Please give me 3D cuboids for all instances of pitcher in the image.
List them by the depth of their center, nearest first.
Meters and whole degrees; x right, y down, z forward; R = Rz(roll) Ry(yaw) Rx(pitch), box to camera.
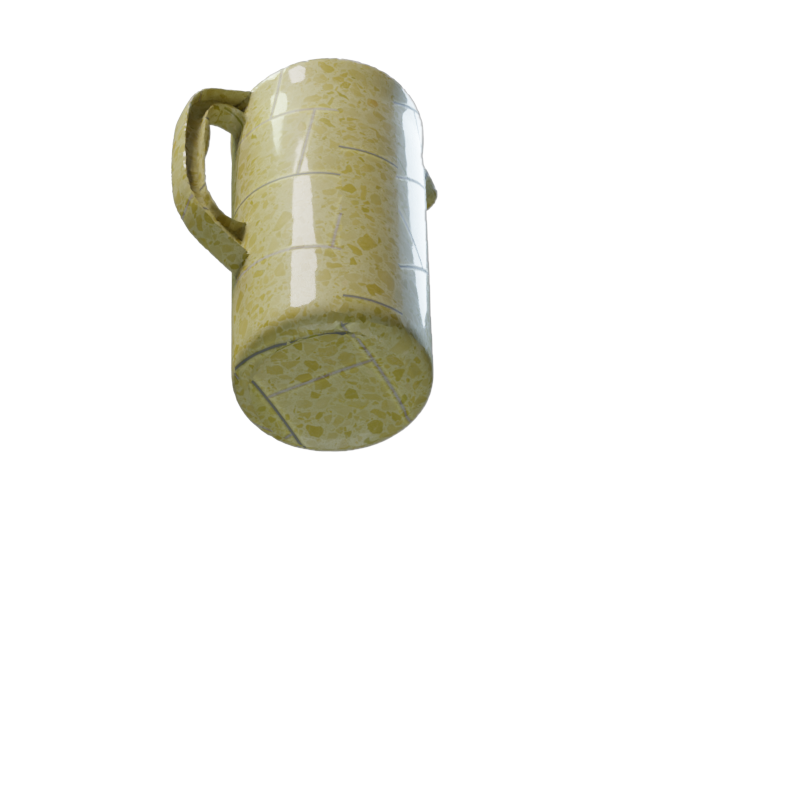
[{"bbox_3d":[-0.053,-0.096,0.672,0.150,0.134,0.261,-12,43,8],"label":"pitcher"}]
